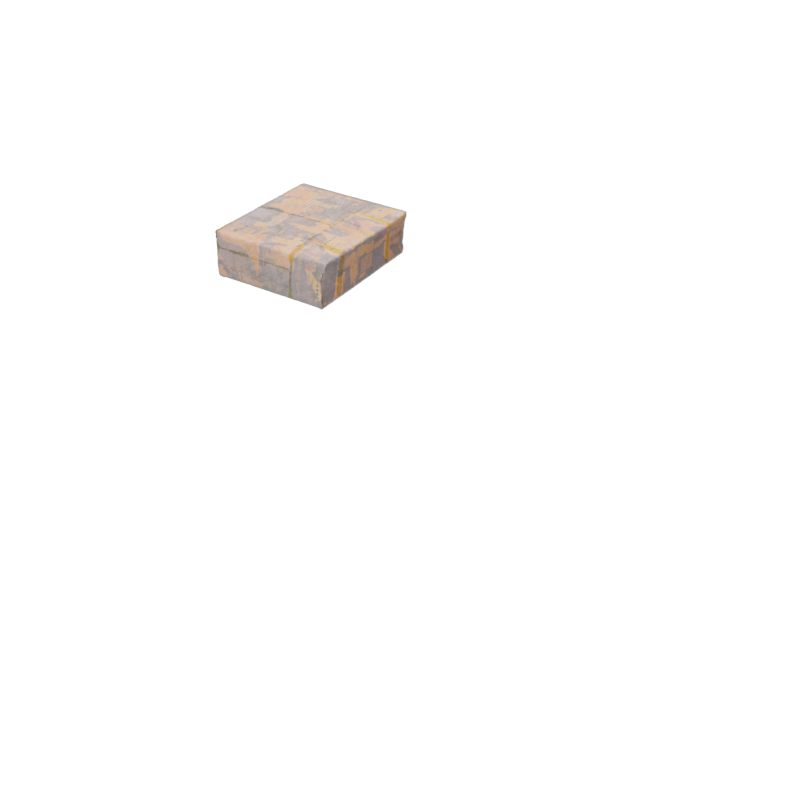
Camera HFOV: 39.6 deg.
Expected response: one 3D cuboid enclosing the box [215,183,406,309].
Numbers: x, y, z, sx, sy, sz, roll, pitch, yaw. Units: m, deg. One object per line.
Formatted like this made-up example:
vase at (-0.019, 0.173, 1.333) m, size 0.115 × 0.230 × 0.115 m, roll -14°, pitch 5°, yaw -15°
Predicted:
box at (-0.061, -0.111, 0.777) m, size 0.094 × 0.037 × 0.115 m, roll 17°, pitch 36°, yaw 25°
